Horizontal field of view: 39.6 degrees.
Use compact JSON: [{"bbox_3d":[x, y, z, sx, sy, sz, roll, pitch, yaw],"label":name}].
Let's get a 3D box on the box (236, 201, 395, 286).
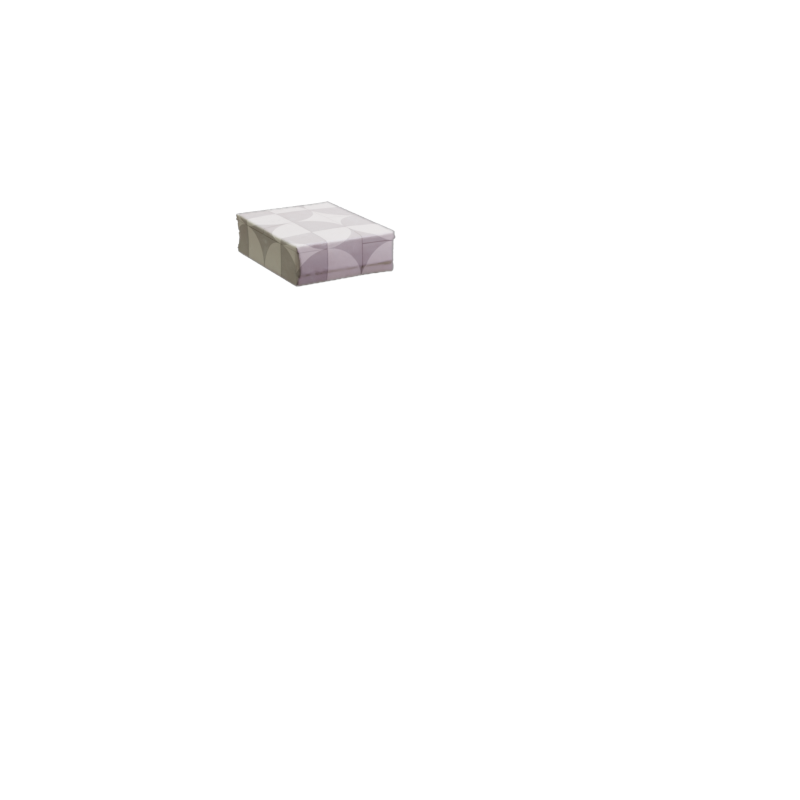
[{"bbox_3d":[-0.071,-0.129,0.905,0.088,0.037,0.121,-12,24,-29],"label":"box"}]
